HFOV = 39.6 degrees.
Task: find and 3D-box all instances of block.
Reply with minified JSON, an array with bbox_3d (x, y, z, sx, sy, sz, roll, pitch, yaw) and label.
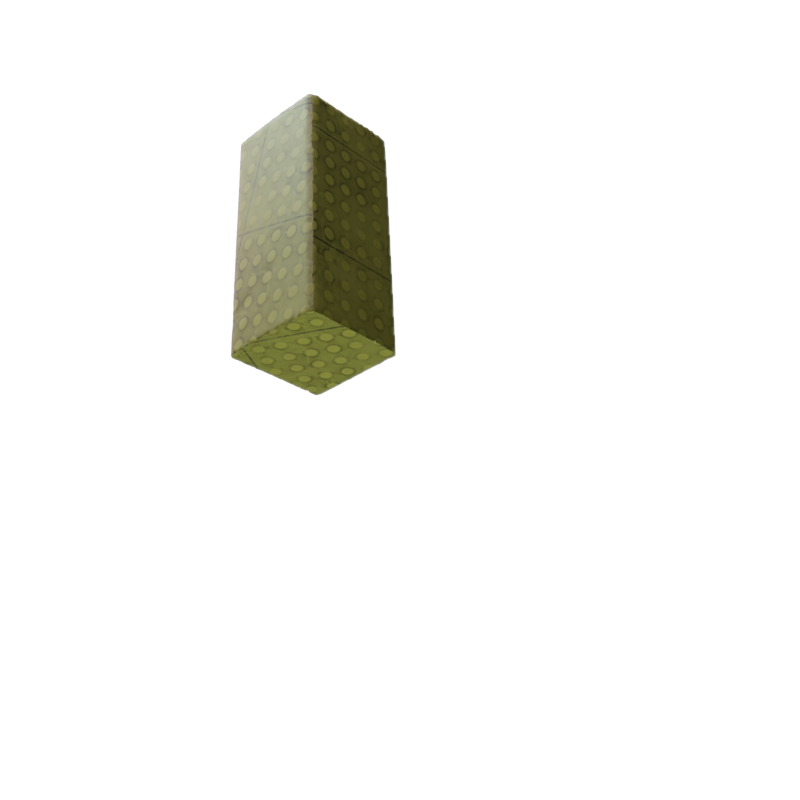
[{"bbox_3d":[-0.068,-0.125,0.871,0.090,0.220,0.085,-30,-42,35],"label":"block"}]
